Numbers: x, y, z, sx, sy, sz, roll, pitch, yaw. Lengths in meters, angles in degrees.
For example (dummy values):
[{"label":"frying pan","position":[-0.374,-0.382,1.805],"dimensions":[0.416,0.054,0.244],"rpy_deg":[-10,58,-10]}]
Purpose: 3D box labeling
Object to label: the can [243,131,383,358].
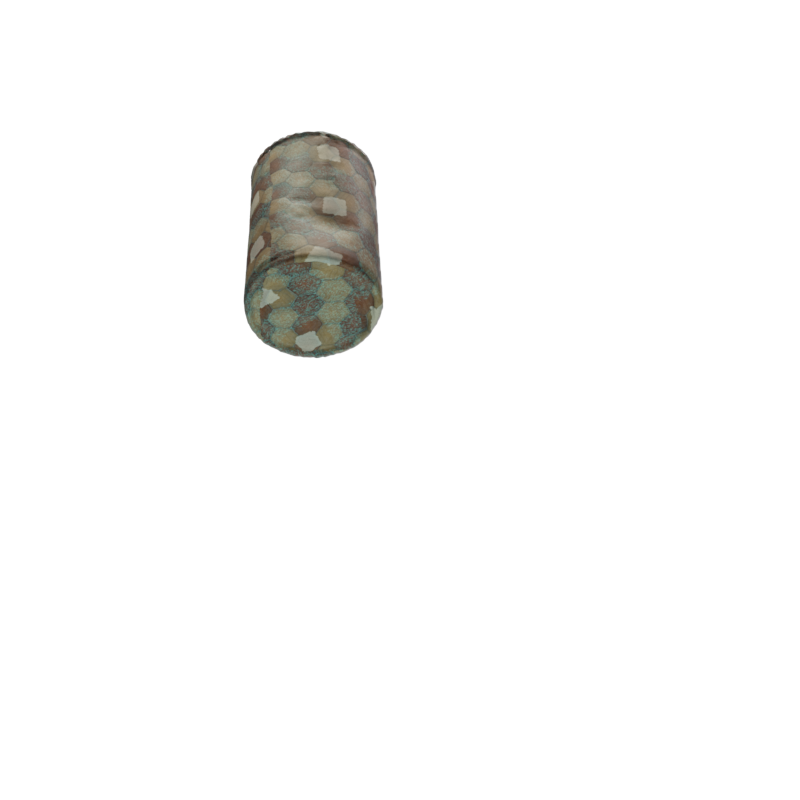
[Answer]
[{"label":"can","position":[-0.044,-0.080,0.563],"dimensions":[0.068,0.064,0.110],"rpy_deg":[-1,44,-3]}]
